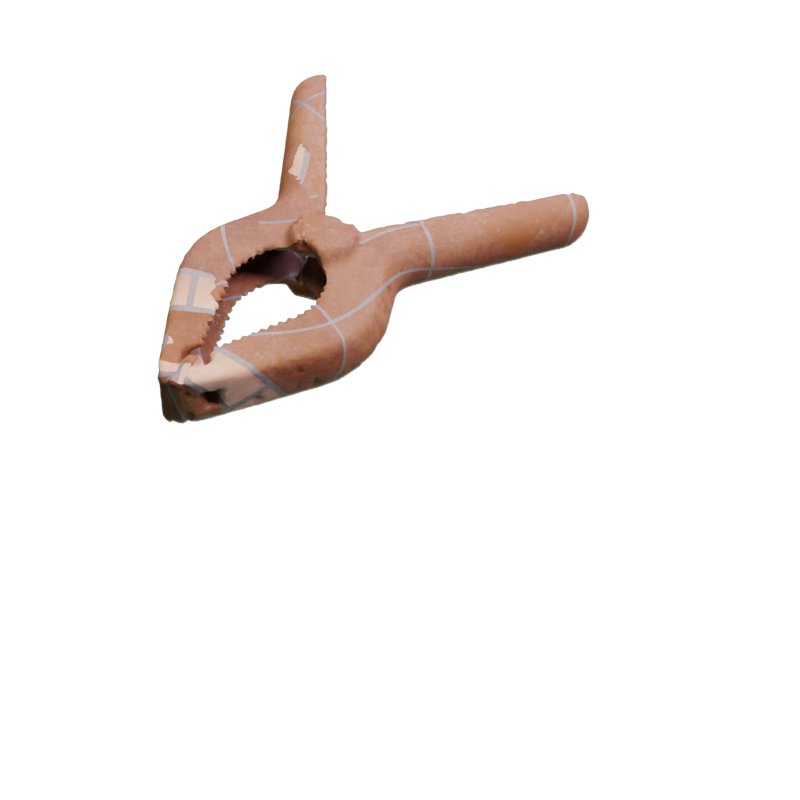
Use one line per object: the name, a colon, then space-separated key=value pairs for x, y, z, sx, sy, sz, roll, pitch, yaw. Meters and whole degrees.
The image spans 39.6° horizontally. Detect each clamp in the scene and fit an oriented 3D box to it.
clamp: x=-0.039 y=-0.071 z=0.498 sx=0.175 sy=0.034 sz=0.212 roll=34 pitch=56 yaw=27
